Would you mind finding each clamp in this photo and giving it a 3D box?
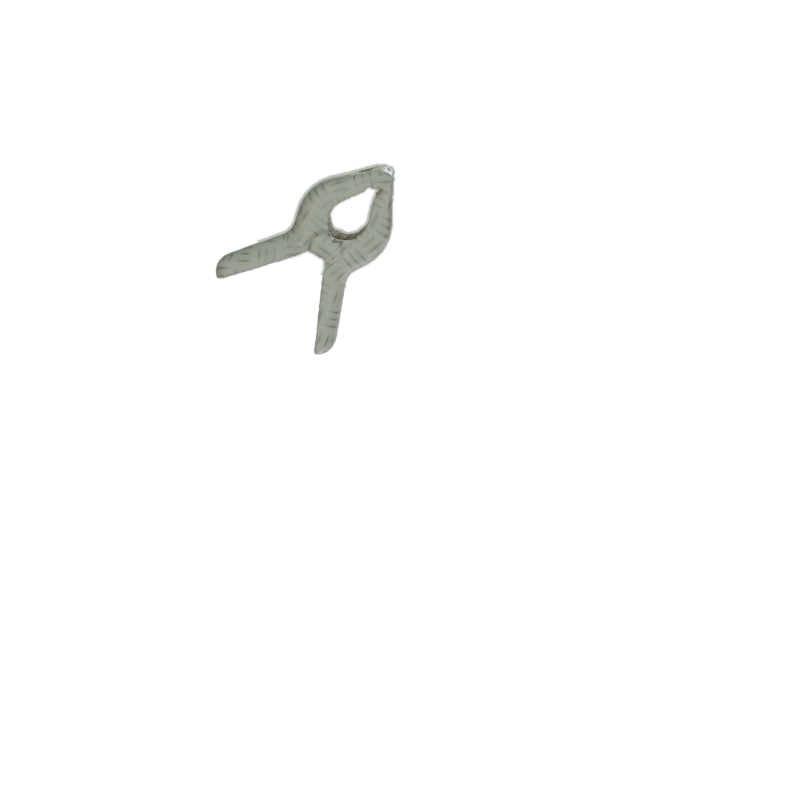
[{"bbox_3d":[-0.072,-0.132,0.924,0.117,0.168,0.041,29,16,-10],"label":"clamp"}]
